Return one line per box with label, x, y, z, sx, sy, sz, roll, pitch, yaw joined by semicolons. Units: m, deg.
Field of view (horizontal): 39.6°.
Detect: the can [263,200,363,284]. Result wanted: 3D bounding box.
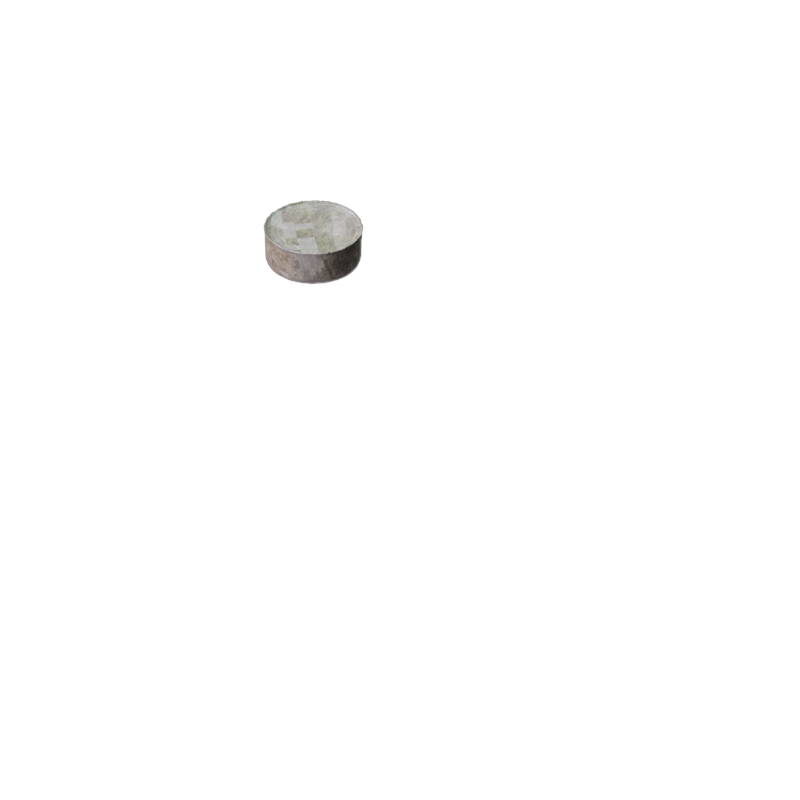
can;-0.076;-0.138;0.966;0.086;0.031;0.092;-1;38;-2
